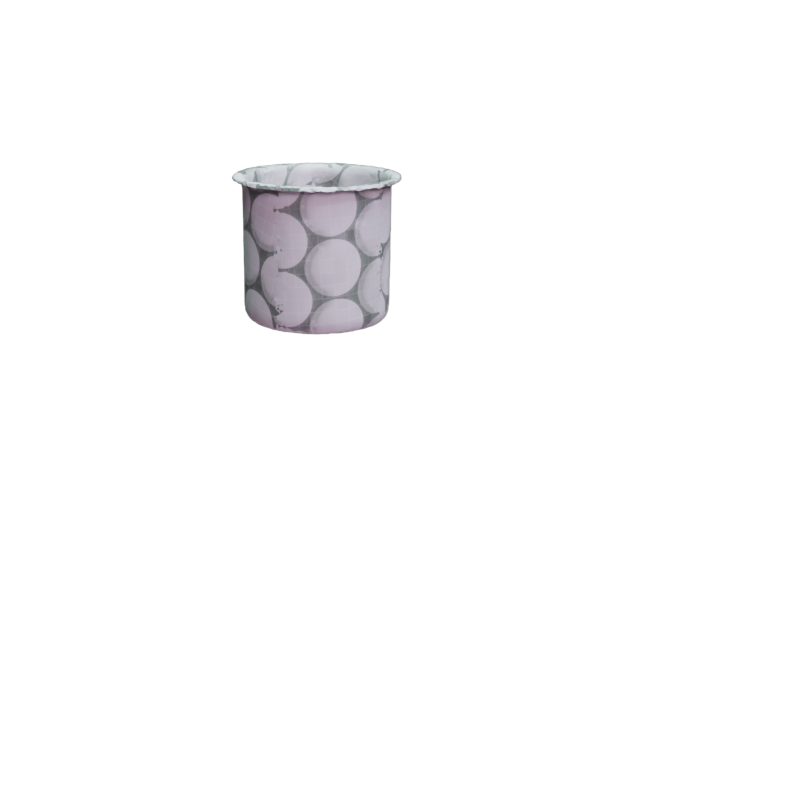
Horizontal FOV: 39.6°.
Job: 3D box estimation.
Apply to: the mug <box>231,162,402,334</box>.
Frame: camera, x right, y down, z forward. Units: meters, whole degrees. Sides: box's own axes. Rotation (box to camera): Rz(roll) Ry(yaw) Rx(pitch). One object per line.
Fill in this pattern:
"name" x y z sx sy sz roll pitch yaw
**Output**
"mug" -0.049 -0.090 0.628 0.092 0.079 0.123 -3 18 -12
